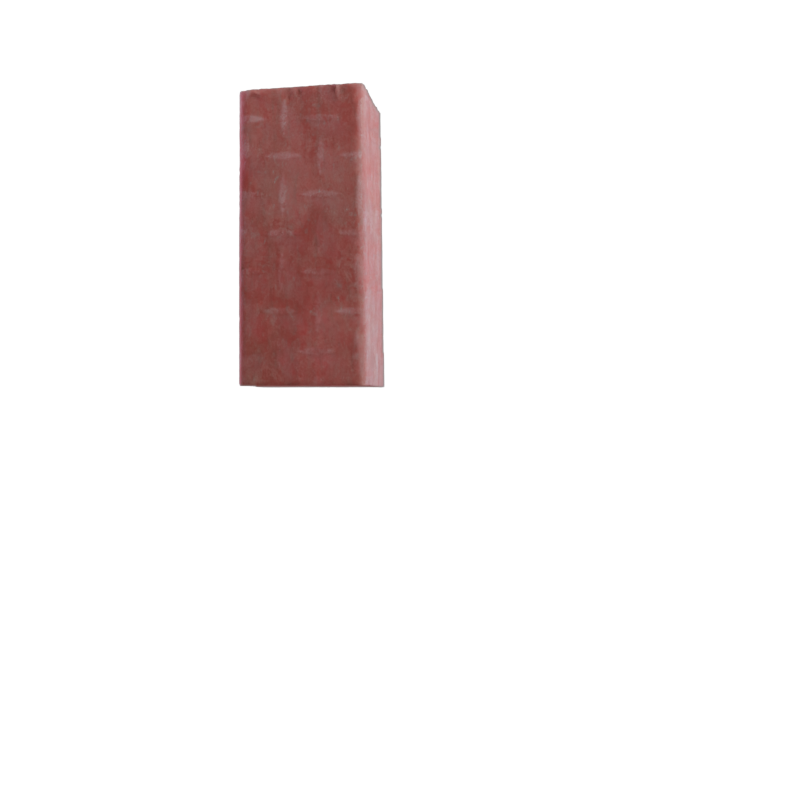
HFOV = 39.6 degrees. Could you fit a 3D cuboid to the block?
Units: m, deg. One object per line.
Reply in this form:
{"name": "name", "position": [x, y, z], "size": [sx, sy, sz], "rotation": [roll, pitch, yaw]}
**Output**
{"name": "block", "position": [-0.063, -0.113, 0.794], "size": [0.092, 0.210, 0.087], "rotation": [-2, -7, 9]}
